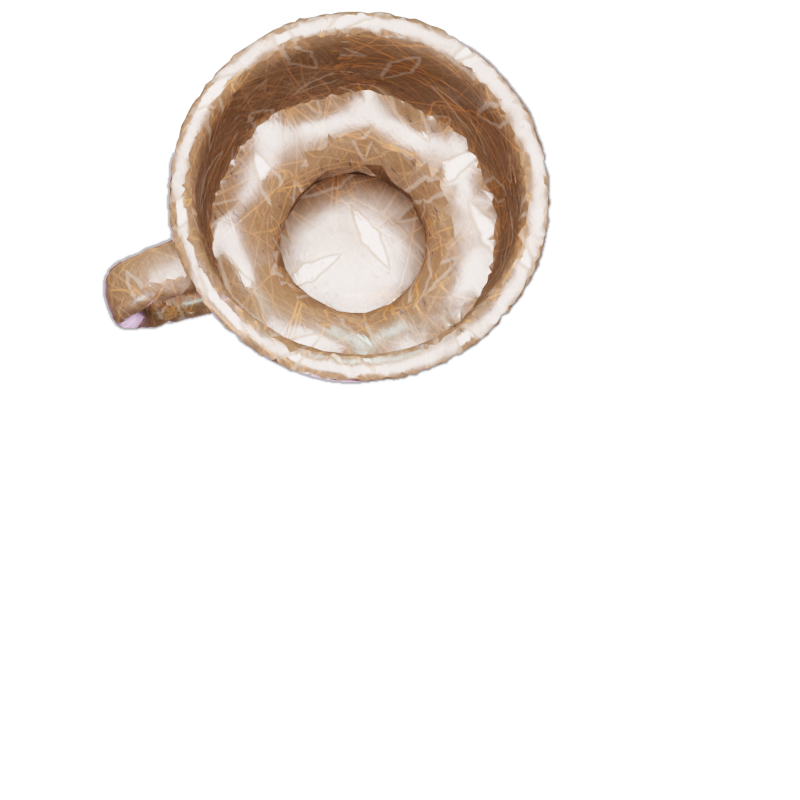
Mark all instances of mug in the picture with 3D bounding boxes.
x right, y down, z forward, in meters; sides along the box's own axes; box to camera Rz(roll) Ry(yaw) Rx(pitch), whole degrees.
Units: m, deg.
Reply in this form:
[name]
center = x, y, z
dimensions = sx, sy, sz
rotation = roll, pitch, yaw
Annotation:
[mug]
center = -0.024, -0.044, 0.306
dimensions = 0.117, 0.096, 0.080
rotation = -22, -7, -5
